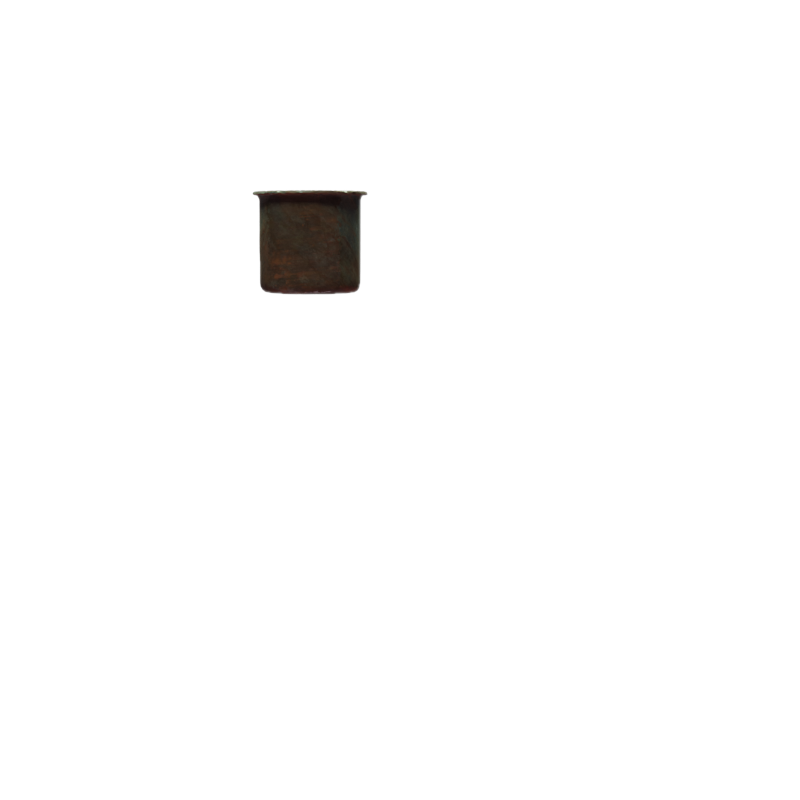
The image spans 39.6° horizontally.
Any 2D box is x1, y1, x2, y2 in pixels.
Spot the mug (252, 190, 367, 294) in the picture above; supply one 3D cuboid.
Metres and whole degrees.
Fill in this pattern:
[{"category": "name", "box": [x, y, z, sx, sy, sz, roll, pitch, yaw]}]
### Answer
[{"category": "mug", "box": [-0.071, -0.130, 0.910, 0.094, 0.081, 0.117, 1, 6, 9]}]
